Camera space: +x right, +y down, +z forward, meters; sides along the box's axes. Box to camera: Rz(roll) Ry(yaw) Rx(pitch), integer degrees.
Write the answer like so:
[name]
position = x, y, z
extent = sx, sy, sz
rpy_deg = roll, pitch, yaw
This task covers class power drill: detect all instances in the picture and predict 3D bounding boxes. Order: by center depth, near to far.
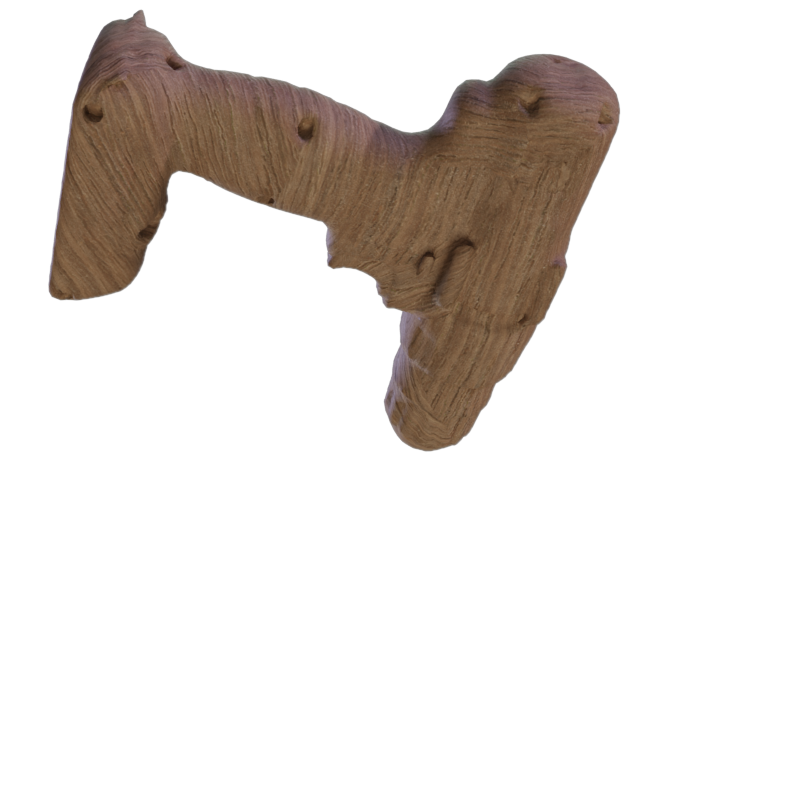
[power drill]
position = -0.033, -0.060, 0.419
extent = 0.185, 0.175, 0.061
rpy_deg = 11, 39, -9
